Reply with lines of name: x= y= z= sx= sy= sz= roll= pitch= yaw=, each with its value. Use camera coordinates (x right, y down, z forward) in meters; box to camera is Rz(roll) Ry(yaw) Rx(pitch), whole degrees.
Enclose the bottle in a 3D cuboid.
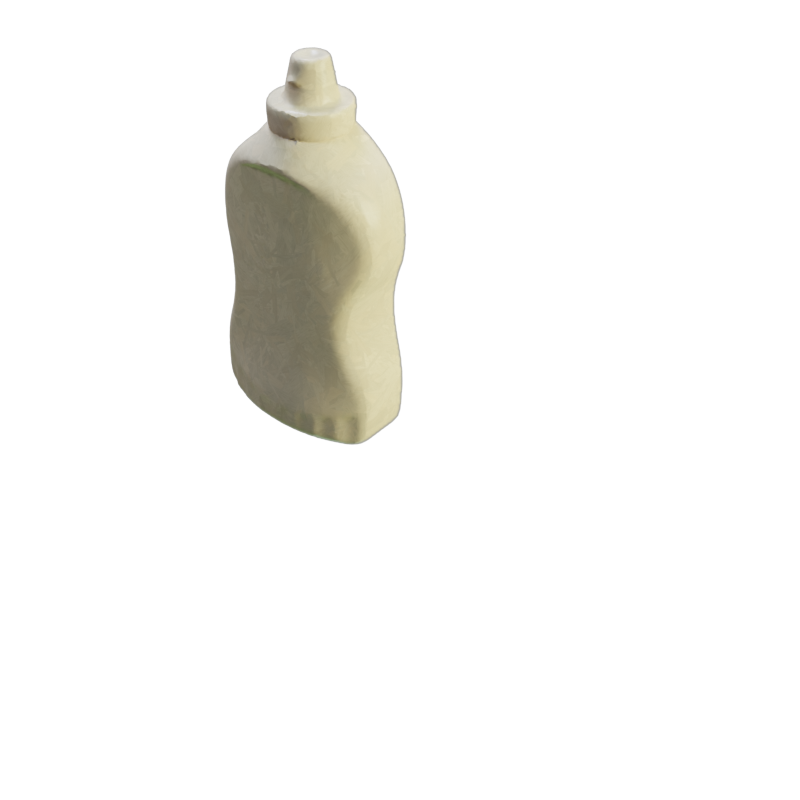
bottle: x=-0.042 y=-0.076 z=0.534 sx=0.102 sy=0.180 sz=0.058 roll=28 pitch=41 yaw=34
